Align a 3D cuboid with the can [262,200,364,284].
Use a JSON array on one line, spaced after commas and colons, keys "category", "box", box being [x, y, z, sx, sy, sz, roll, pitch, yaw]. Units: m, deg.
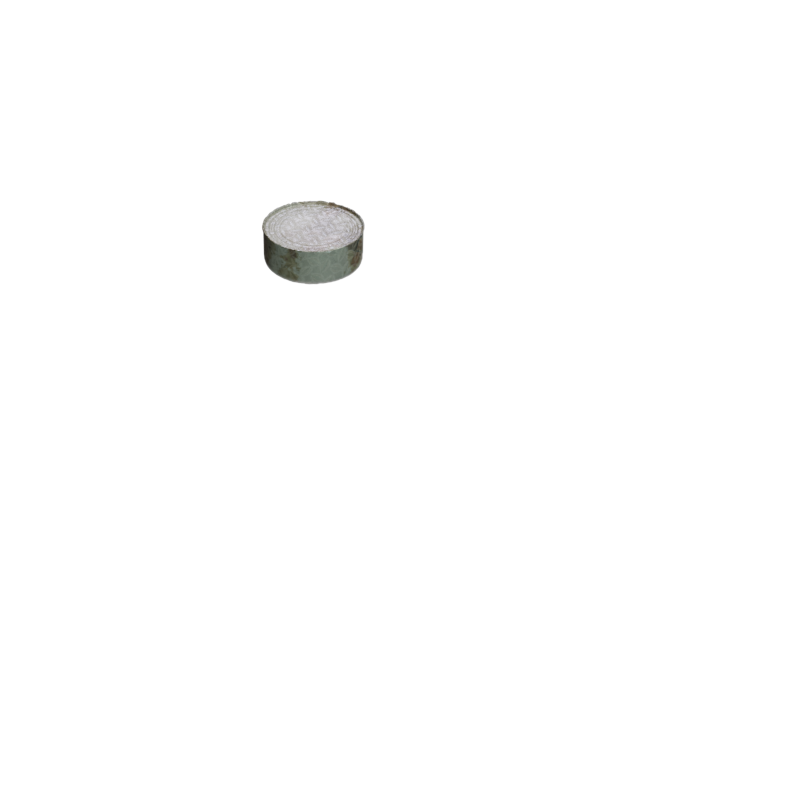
[{"category": "can", "box": [-0.073, -0.134, 0.936, 0.086, 0.031, 0.092, -1, 36, -2]}]
